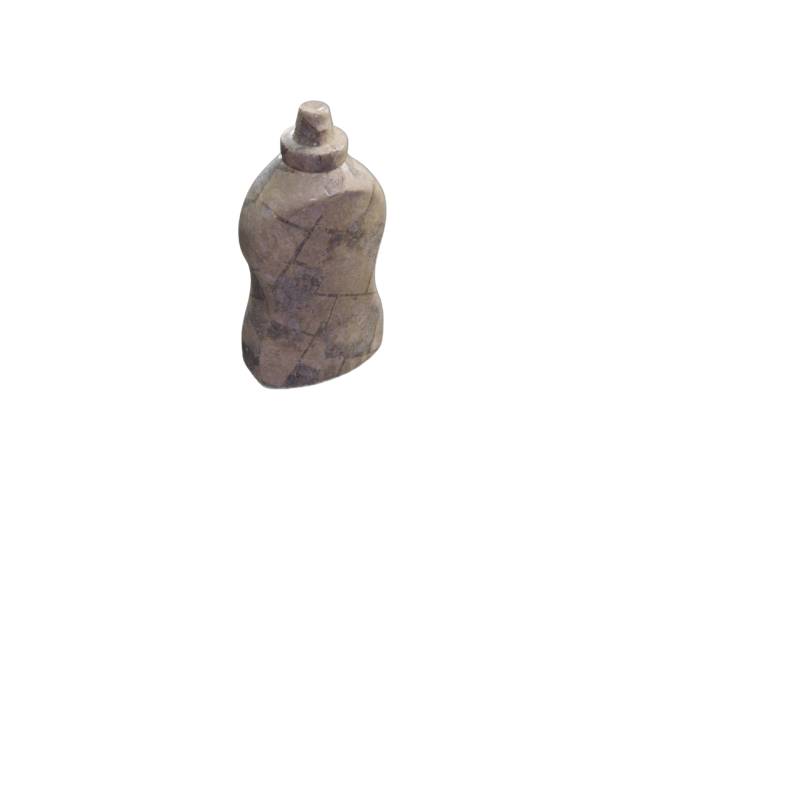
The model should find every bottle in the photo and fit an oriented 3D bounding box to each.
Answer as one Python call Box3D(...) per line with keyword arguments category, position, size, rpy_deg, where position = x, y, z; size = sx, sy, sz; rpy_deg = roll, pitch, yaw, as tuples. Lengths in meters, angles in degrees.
Box3D(category="bottle", position=(-0.055, -0.100, 0.701), size=(0.095, 0.179, 0.063), rpy_deg=(-17, 41, -24))
